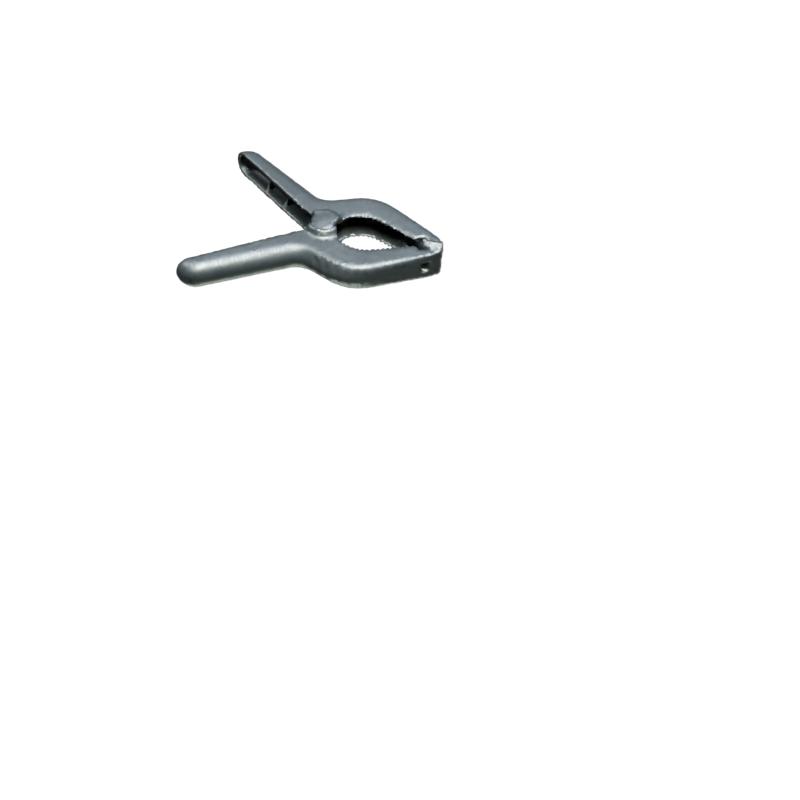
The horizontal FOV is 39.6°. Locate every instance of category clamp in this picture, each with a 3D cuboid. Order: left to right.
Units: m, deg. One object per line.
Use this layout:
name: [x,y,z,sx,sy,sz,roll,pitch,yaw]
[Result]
clamp: [-0.072,-0.131,0.919,0.216,0.172,0.034,17,-40,15]
